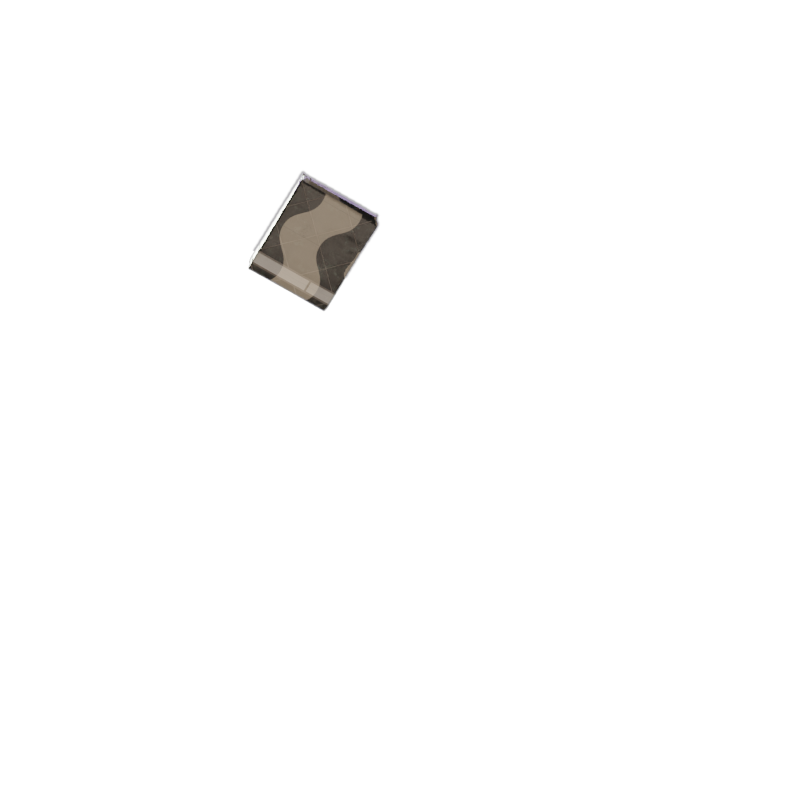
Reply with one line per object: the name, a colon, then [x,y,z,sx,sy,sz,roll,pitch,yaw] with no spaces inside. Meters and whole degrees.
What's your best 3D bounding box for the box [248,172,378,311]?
box: [-0.070,-0.129,0.901,0.072,0.088,0.031,30,15,-10]
